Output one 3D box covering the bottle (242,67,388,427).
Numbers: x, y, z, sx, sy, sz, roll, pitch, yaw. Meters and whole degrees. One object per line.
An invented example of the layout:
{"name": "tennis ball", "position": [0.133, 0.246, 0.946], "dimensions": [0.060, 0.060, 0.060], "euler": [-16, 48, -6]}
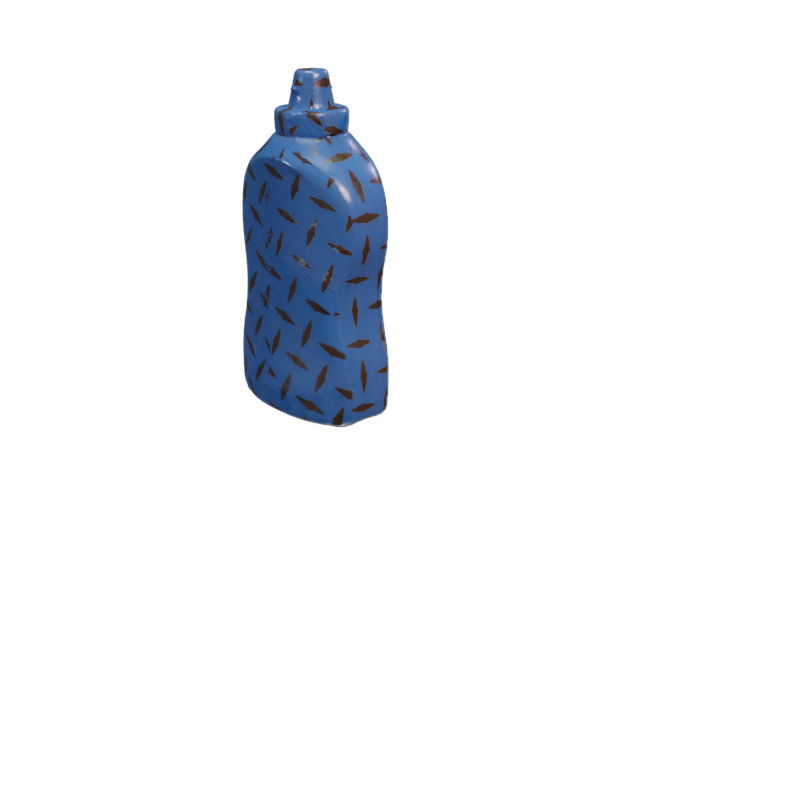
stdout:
{"name": "bottle", "position": [-0.049, -0.088, 0.619], "dimensions": [0.057, 0.185, 0.102], "euler": [-13, 22, -40]}
